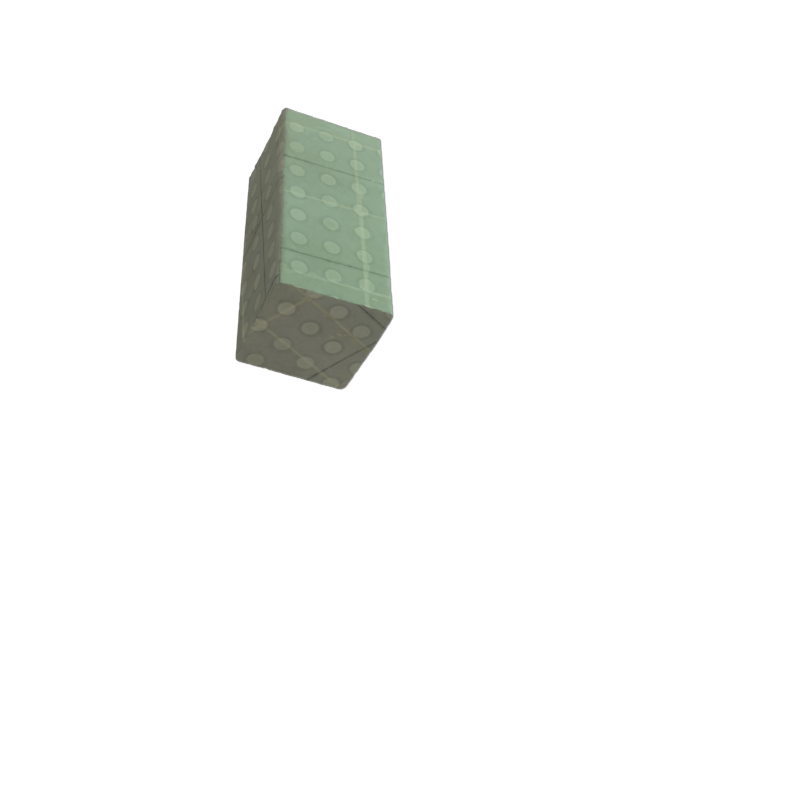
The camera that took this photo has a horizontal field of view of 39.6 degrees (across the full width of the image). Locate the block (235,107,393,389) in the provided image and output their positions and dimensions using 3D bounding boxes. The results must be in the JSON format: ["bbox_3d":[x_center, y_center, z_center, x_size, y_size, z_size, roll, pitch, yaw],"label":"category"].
[{"bbox_3d":[-0.068,-0.123,0.864,0.088,0.221,0.087,16,-47,-19],"label":"block"}]
